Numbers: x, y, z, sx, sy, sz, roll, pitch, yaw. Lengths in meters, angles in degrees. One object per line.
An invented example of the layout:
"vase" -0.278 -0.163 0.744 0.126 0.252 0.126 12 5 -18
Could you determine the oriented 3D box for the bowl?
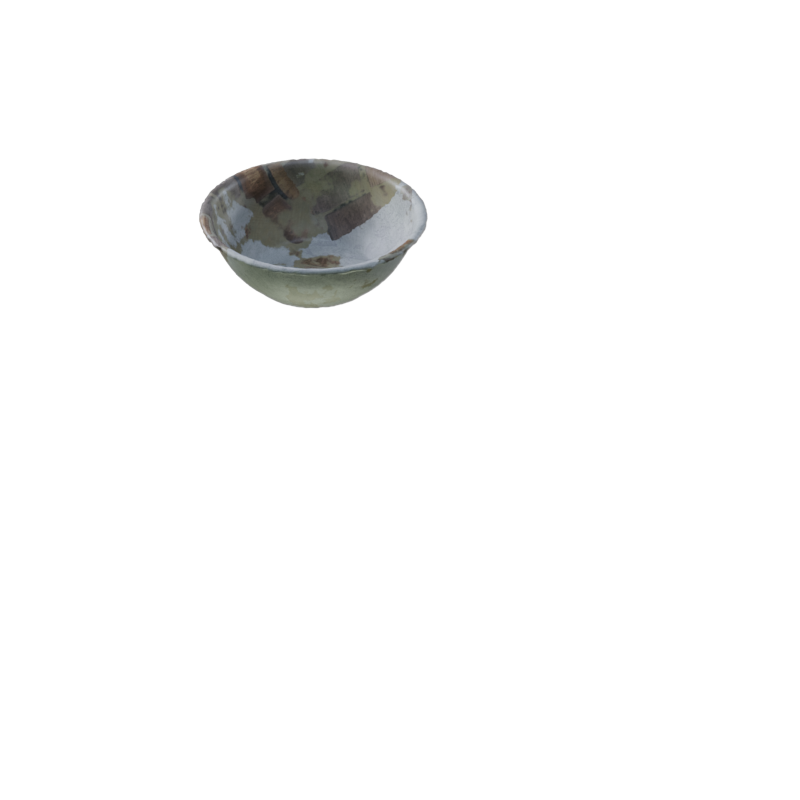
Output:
"bowl" -0.063 -0.114 0.800 0.162 0.051 0.173 -1 37 -2
